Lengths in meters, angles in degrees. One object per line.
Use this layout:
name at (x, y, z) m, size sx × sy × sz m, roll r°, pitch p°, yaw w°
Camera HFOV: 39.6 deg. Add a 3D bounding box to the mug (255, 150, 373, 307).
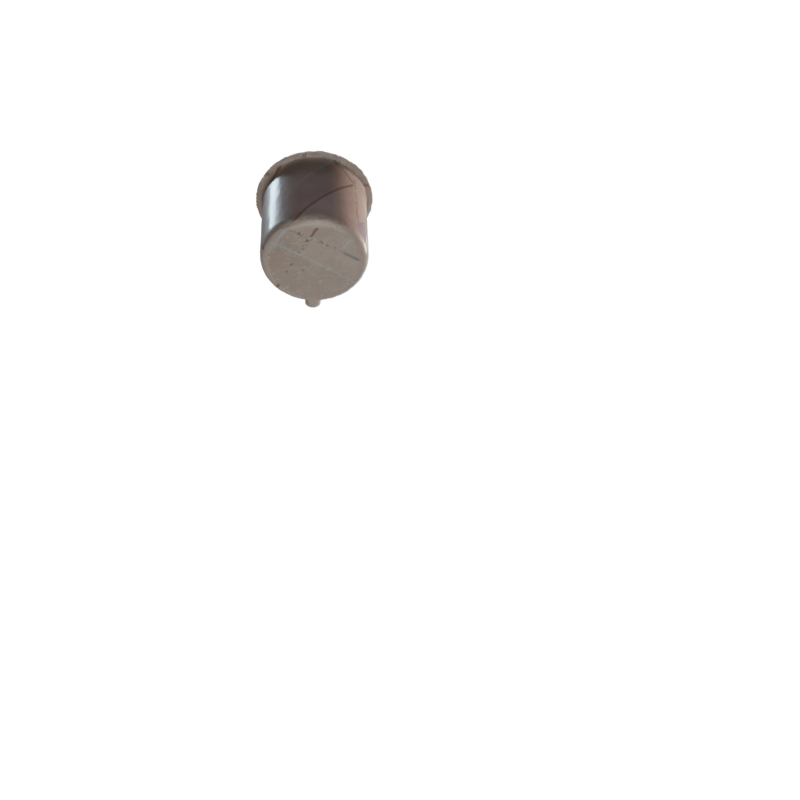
mug at (-0.067, -0.123, 0.862) m, size 0.093 × 0.110 × 0.087 m, roll 3°, pitch 41°, yaw -5°
